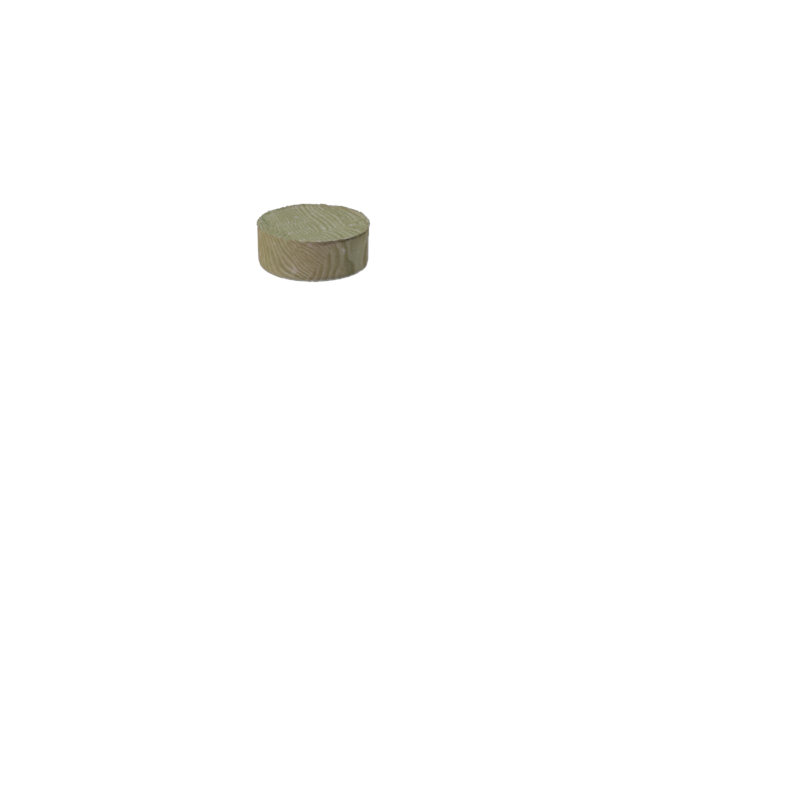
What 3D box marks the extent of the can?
[{"bbox_3d":[-0.066,-0.120,0.842,0.086,0.032,0.091,-1,27,-2],"label":"can"}]
